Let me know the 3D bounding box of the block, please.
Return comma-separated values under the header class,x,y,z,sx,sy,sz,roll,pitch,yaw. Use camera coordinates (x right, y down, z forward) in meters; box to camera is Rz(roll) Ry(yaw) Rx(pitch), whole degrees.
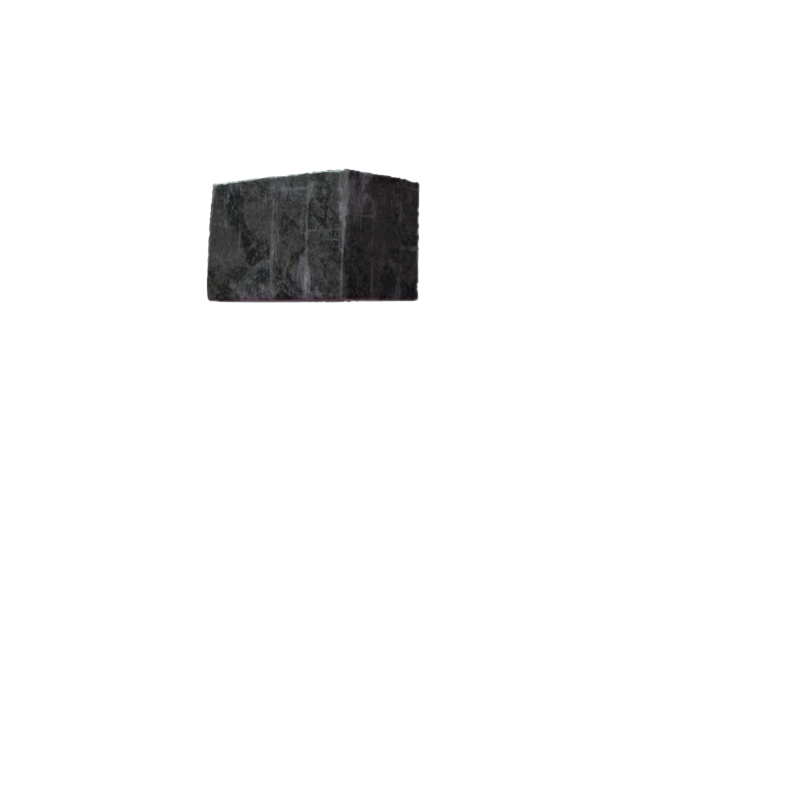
class,x,y,z,sx,sy,sz,roll,pitch,yaw
block,-0.037,-0.068,0.473,0.081,0.052,0.051,1,1,38
